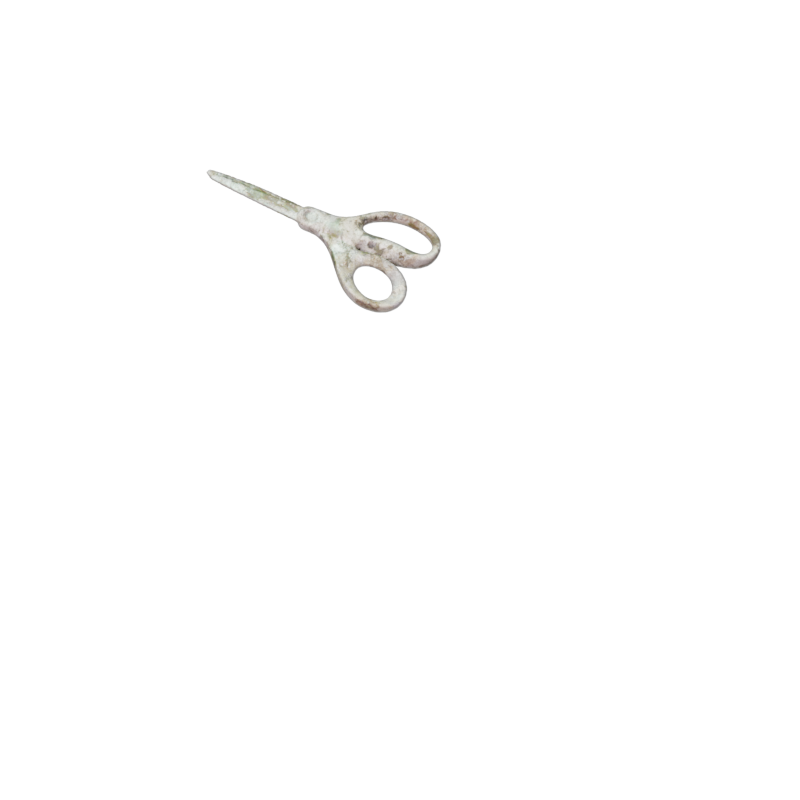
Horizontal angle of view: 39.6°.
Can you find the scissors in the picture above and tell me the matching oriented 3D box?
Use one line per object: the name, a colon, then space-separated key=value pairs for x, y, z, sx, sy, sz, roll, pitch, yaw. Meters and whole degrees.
scissors: x=-0.070 y=-0.127 z=0.892 sx=0.204 sy=0.101 sz=0.015 roll=11 pitch=-26 yaw=6
